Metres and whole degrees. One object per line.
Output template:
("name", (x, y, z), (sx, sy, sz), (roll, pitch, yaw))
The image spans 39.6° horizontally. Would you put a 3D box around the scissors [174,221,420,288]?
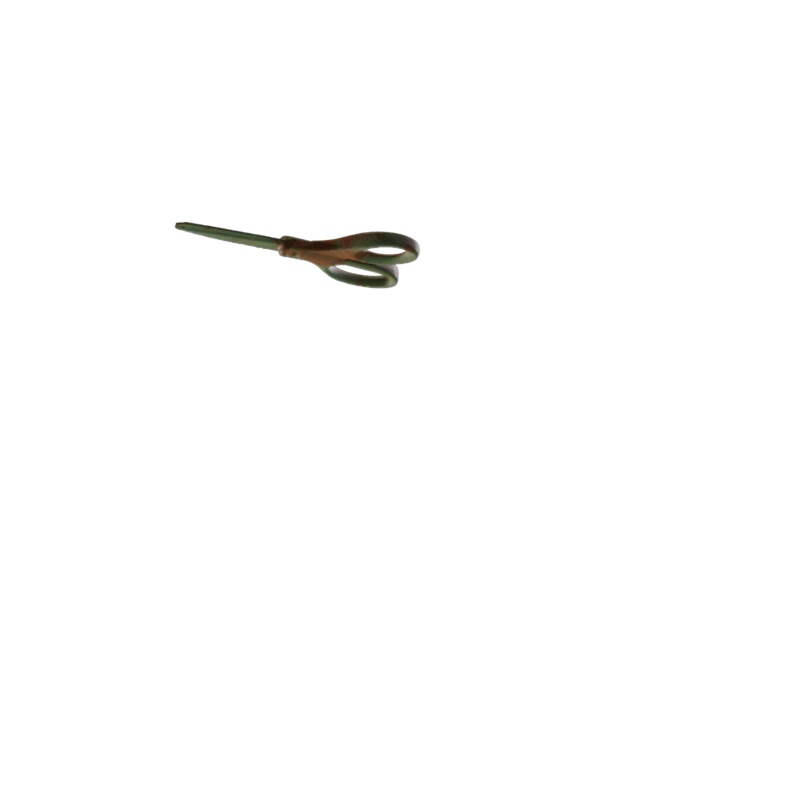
("scissors", (-0.069, -0.126, 0.881), (0.191, 0.017, 0.097), (15, -24, -38))
